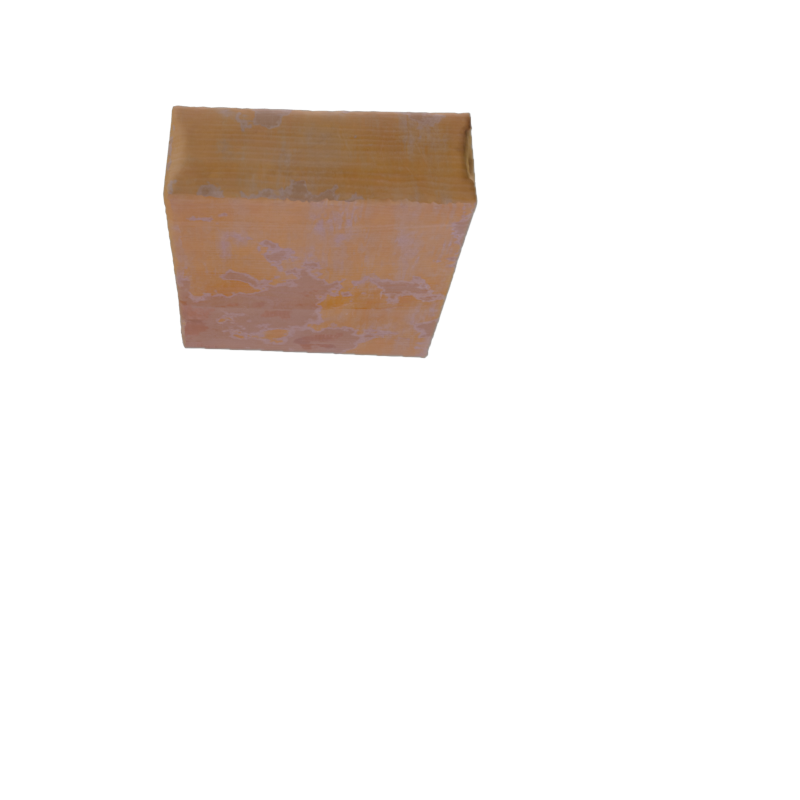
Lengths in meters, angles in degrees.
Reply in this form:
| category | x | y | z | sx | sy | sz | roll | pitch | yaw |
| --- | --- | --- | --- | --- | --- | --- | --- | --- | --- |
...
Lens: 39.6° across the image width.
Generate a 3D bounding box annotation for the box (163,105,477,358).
| category | x | y | z | sx | sy | sz | roll | pitch | yaw |
| --- | --- | --- | --- | --- | --- | --- | --- | --- | --- |
| box | -0.023 | -0.042 | 0.298 | 0.073 | 0.032 | 0.085 | 2 | -24 | -5 |
